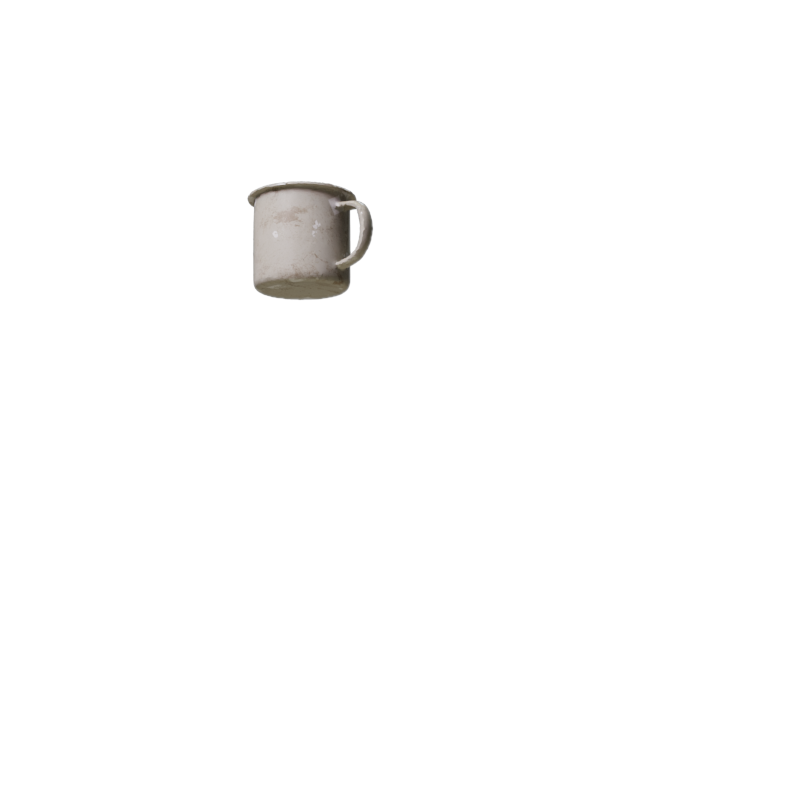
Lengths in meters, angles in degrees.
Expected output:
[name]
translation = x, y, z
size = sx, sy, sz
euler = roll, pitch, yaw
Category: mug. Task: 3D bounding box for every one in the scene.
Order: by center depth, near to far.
[mug]
translation = -0.073, -0.133, 0.929
size = 0.120, 0.084, 0.088
euler = -7, -13, 33
